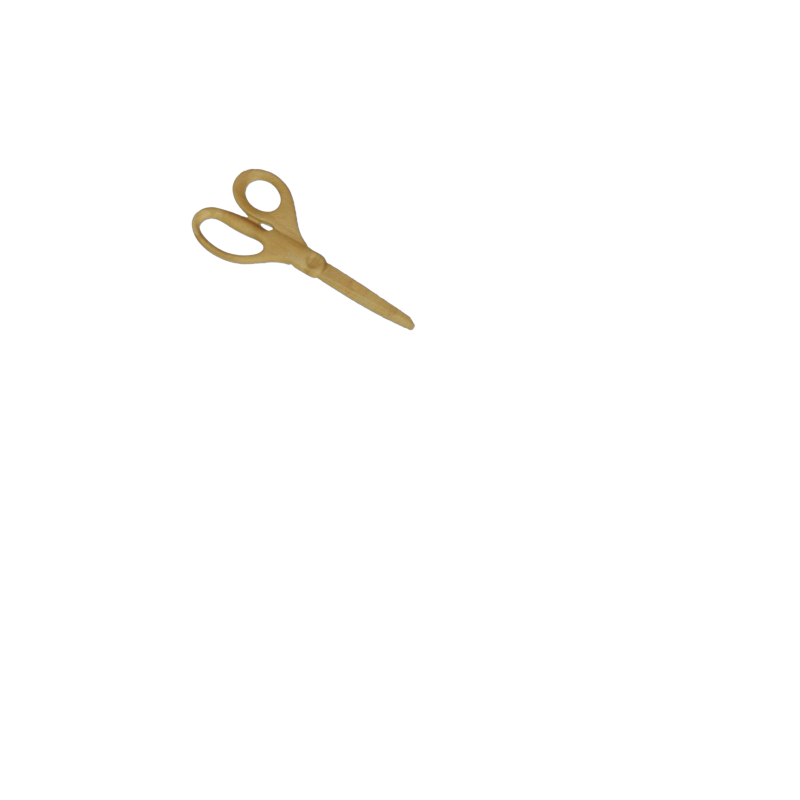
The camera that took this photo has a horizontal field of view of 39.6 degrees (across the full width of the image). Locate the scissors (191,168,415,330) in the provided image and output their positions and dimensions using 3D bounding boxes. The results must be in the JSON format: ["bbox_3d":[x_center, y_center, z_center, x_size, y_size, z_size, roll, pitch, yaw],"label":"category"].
[{"bbox_3d":[-0.072,-0.131,0.915,0.205,0.100,0.015,18,-23,8],"label":"scissors"}]
